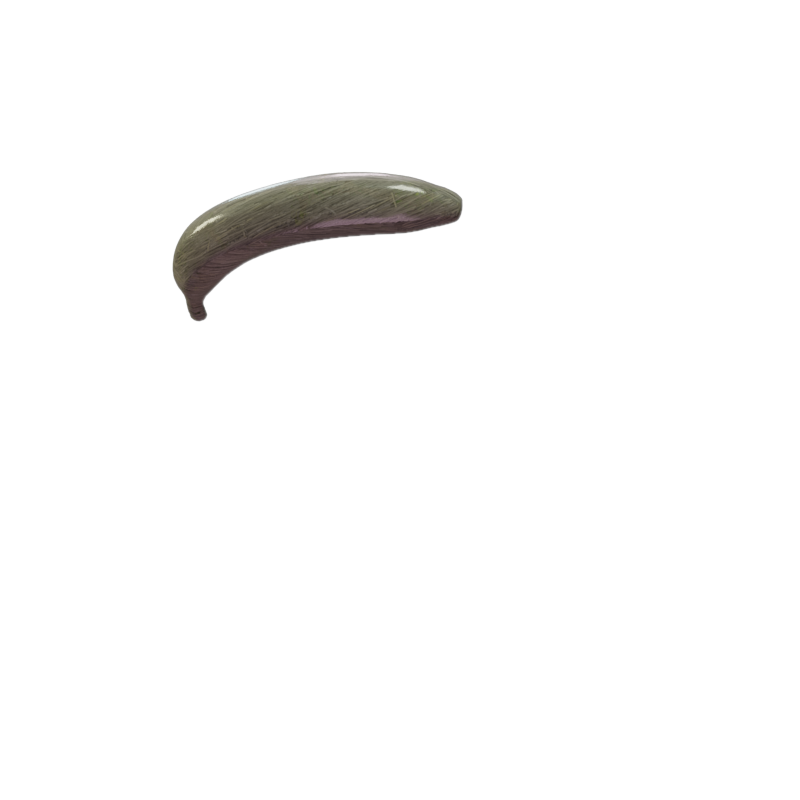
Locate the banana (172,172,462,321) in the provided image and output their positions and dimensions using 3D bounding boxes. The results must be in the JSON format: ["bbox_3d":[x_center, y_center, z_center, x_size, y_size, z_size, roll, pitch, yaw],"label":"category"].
[{"bbox_3d":[-0.064,-0.098,0.641,0.200,0.039,0.065,-15,-30,29],"label":"banana"}]
